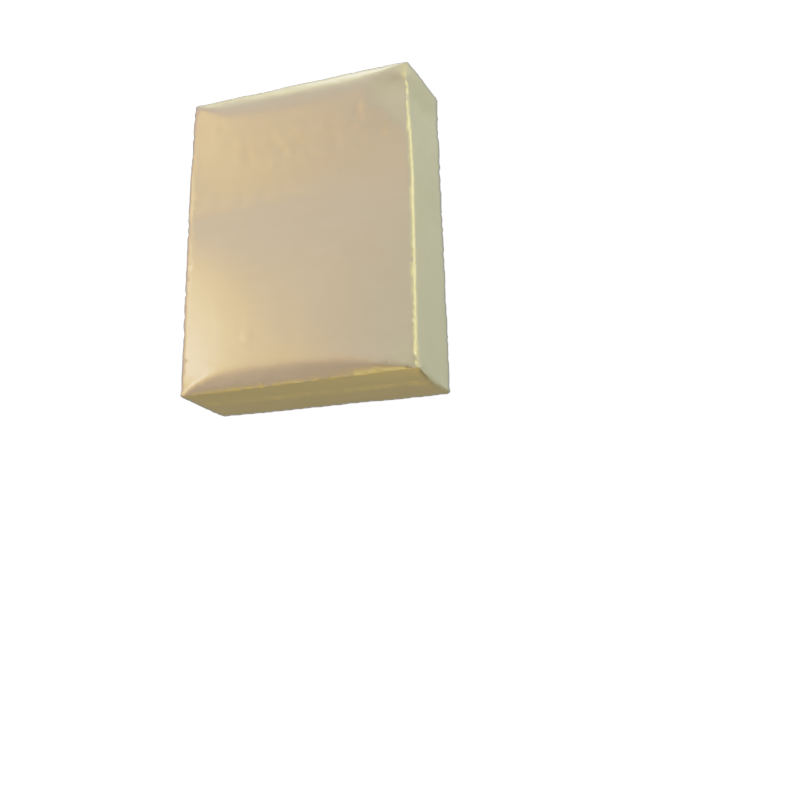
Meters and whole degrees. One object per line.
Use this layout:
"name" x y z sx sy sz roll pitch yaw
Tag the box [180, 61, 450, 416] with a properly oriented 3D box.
"box" -0.058 -0.106 0.740 0.167 0.224 0.067 -8 -21 20
